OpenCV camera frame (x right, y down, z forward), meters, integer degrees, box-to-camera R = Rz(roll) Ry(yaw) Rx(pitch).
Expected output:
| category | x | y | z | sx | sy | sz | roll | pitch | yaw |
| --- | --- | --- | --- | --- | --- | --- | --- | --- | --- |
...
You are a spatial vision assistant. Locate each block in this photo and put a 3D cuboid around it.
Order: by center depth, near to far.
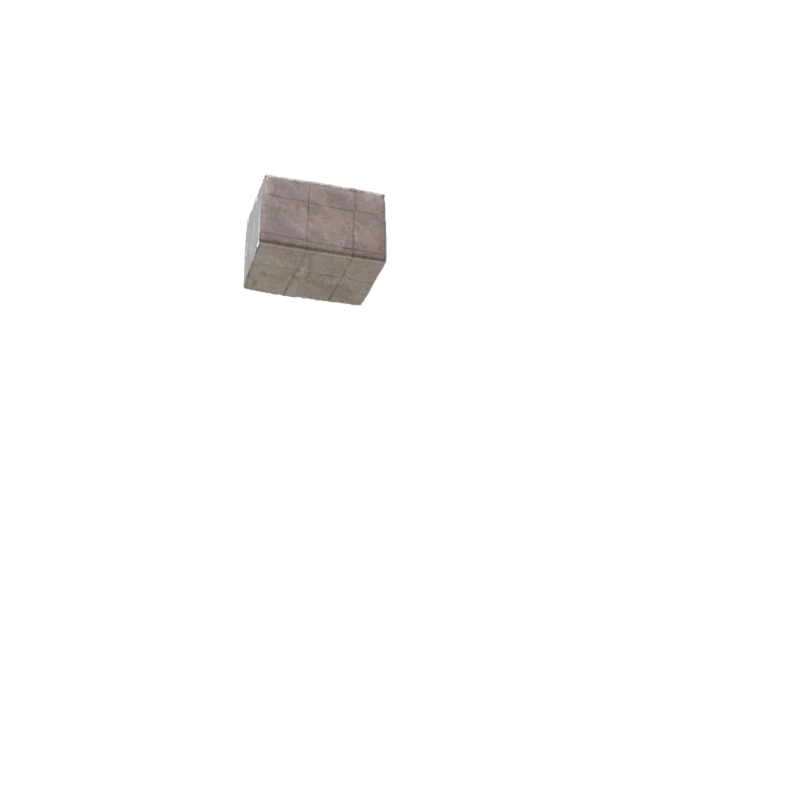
| category | x | y | z | sx | sy | sz | roll | pitch | yaw |
| --- | --- | --- | --- | --- | --- | --- | --- | --- | --- |
| block | -0.053 | -0.096 | 0.672 | 0.076 | 0.055 | 0.050 | 8 | -33 | -14 |
